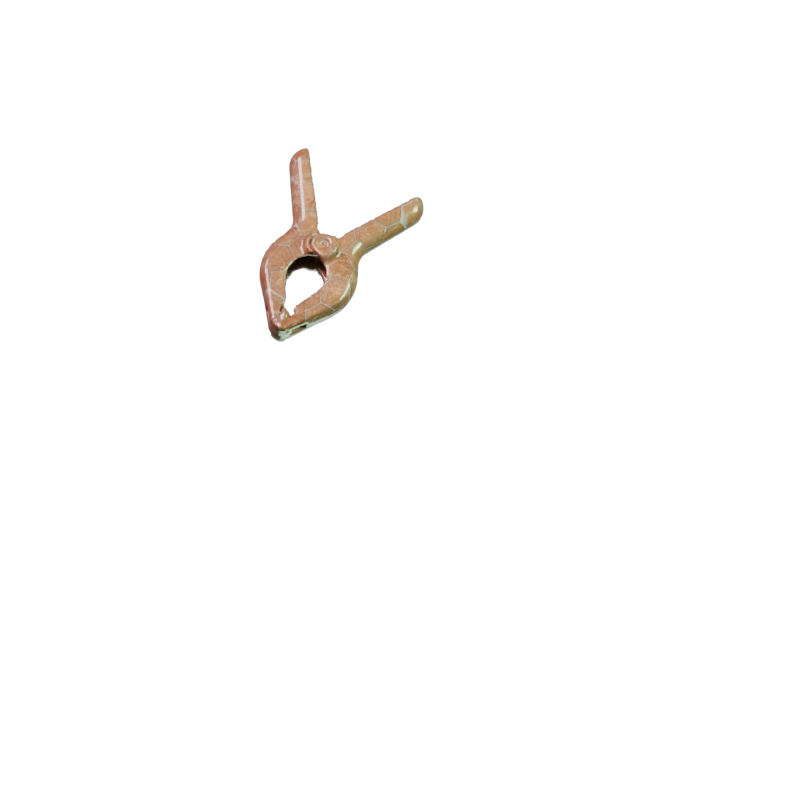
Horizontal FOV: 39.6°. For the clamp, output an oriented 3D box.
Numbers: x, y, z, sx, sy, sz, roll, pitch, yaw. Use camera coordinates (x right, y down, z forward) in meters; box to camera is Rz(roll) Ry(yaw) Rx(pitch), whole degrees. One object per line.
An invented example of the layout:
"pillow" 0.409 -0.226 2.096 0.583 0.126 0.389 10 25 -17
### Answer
"clamp" -0.071 -0.130 0.911 0.125 0.176 0.037 28 -27 16
